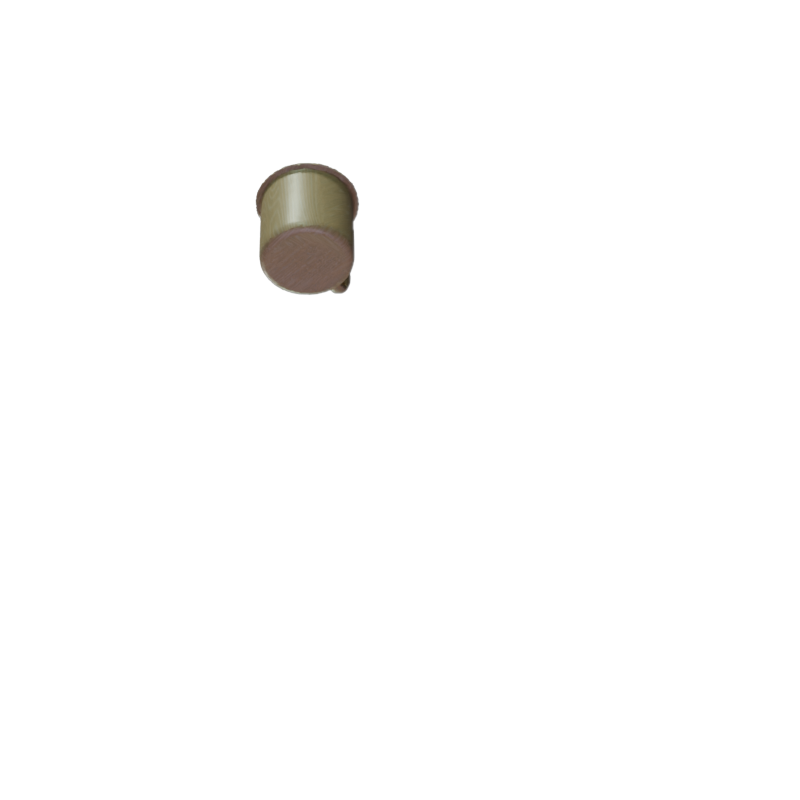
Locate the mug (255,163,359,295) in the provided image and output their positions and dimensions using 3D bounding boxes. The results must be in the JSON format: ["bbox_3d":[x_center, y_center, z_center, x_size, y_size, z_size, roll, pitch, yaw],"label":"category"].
[{"bbox_3d":[-0.076,-0.139,0.975,0.094,0.087,0.108,-20,-48,16],"label":"mug"}]
